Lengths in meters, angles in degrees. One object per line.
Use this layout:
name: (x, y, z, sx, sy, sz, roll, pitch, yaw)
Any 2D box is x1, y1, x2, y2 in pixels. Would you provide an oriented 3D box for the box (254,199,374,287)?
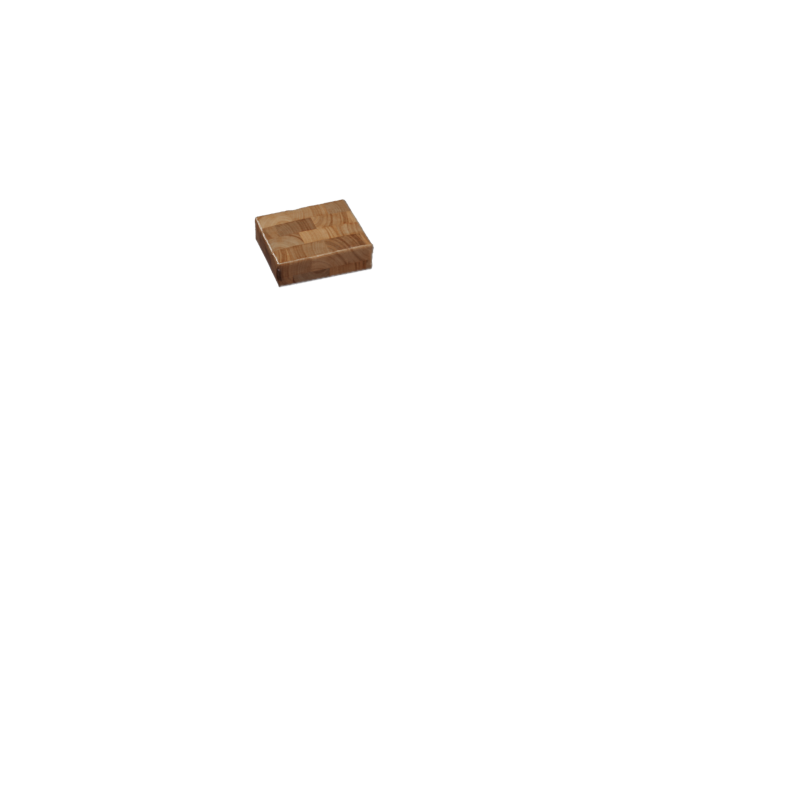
box: (-0.077, -0.141, 0.984, 0.088, 0.028, 0.079, -14, 44, -15)
